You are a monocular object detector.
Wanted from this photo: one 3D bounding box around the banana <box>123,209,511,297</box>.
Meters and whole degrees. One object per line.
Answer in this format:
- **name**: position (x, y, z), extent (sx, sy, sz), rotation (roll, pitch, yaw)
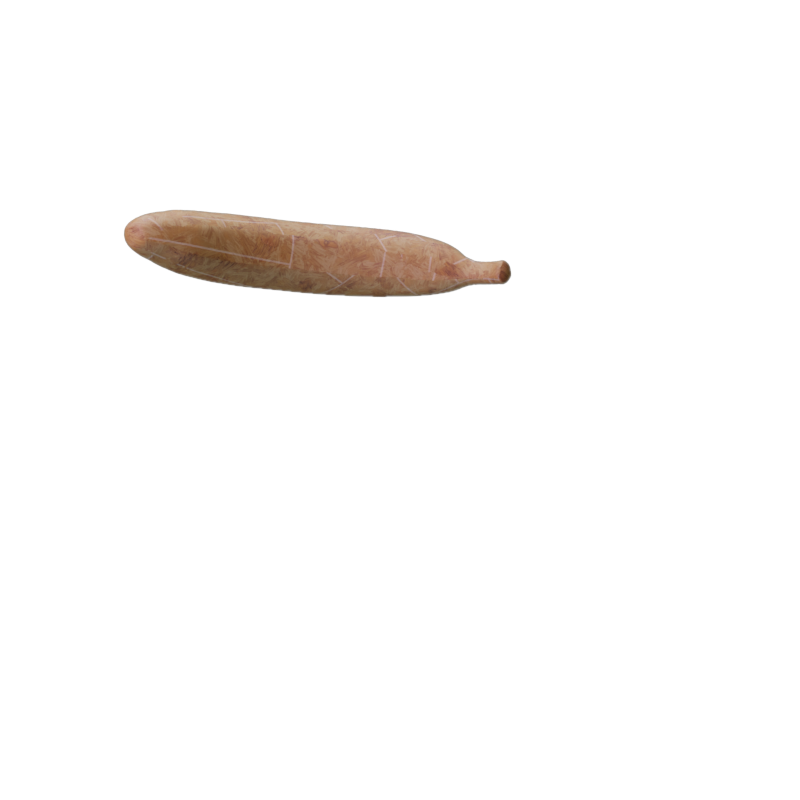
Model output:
- **banana**: position (-0.046, -0.077, 0.576), extent (0.193, 0.038, 0.069), rotation (2, -10, -16)
